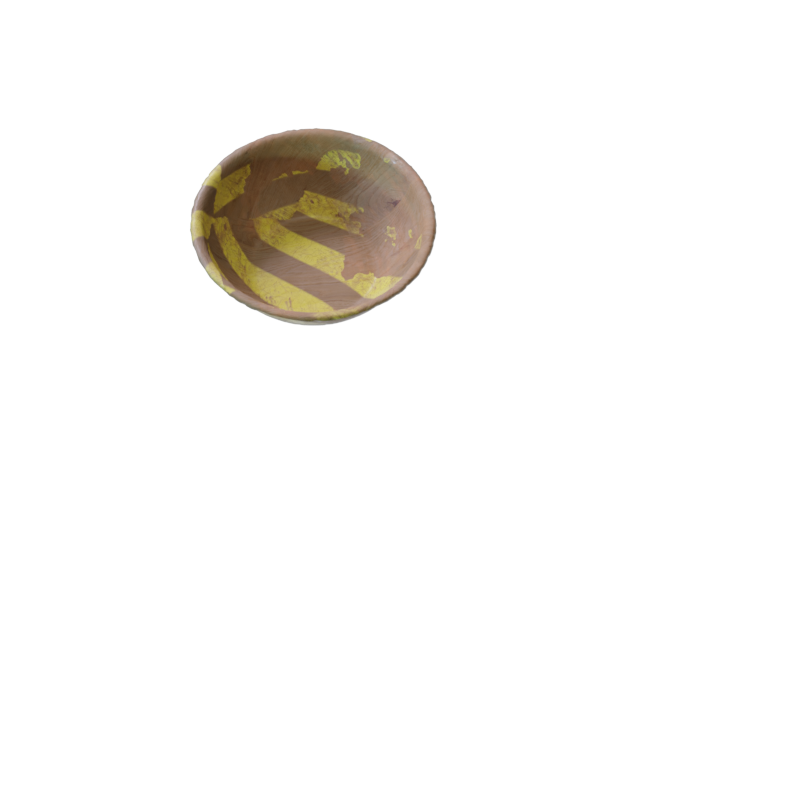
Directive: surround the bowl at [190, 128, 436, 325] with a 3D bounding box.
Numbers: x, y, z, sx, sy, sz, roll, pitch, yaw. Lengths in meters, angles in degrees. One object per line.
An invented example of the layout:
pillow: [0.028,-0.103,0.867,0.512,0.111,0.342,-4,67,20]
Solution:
bowl: [-0.059,-0.107,0.747,0.162,0.174,0.051,-1,-35,-1]
